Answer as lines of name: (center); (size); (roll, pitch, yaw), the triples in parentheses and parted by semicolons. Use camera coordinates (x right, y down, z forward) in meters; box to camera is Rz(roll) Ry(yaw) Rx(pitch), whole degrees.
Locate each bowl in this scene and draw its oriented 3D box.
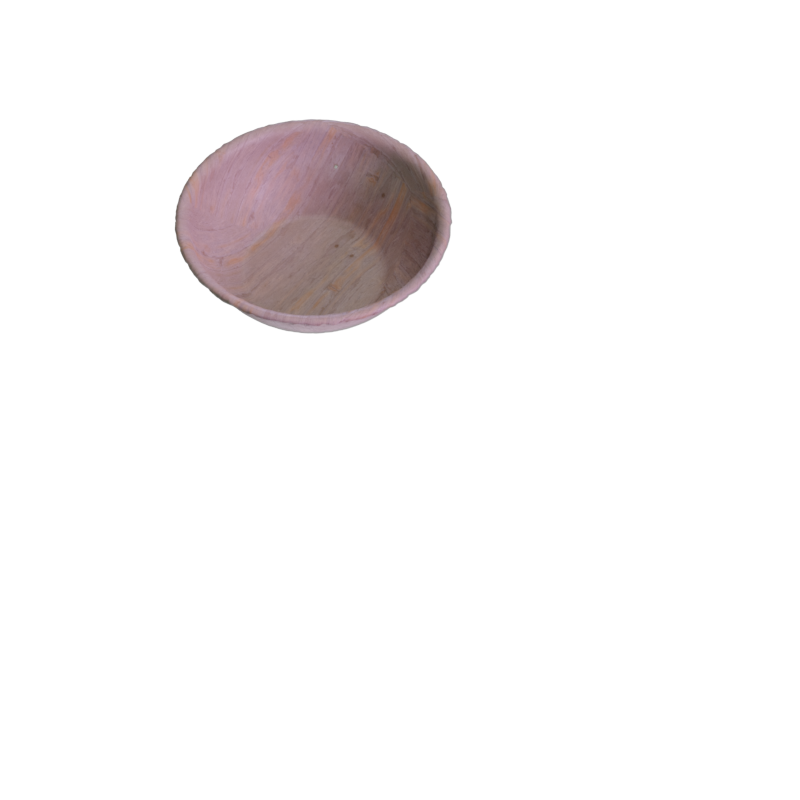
bowl: (-0.052, -0.095, 0.666); (0.162, 0.174, 0.051); (-1, -37, -1)
